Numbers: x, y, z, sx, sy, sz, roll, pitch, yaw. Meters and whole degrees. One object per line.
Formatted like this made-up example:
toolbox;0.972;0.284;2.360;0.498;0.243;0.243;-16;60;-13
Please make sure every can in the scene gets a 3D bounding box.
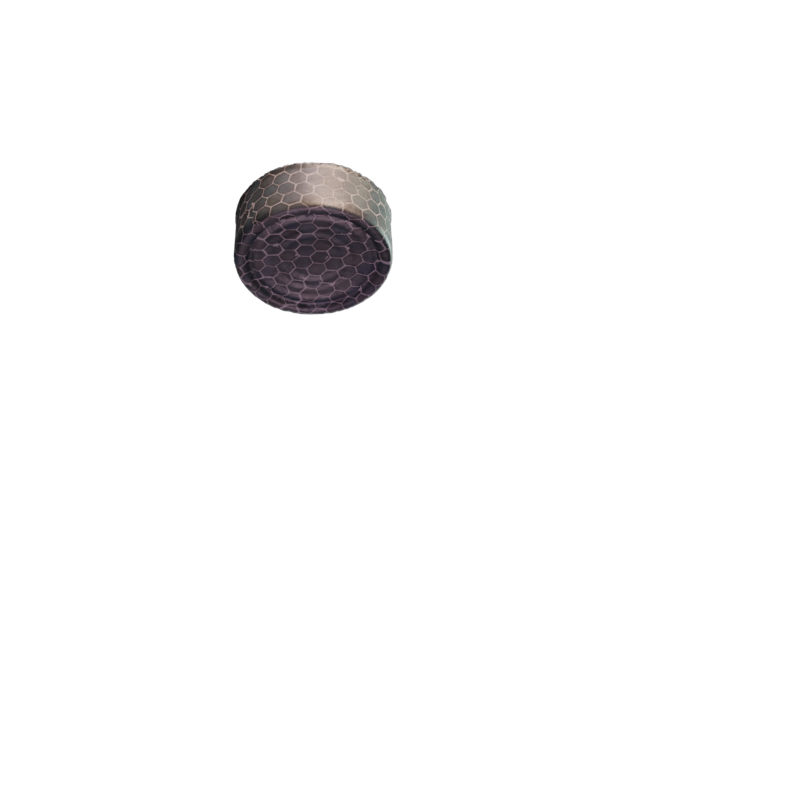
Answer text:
can;-0.047;-0.085;0.596;0.086;0.036;0.080;1;-41;-1
